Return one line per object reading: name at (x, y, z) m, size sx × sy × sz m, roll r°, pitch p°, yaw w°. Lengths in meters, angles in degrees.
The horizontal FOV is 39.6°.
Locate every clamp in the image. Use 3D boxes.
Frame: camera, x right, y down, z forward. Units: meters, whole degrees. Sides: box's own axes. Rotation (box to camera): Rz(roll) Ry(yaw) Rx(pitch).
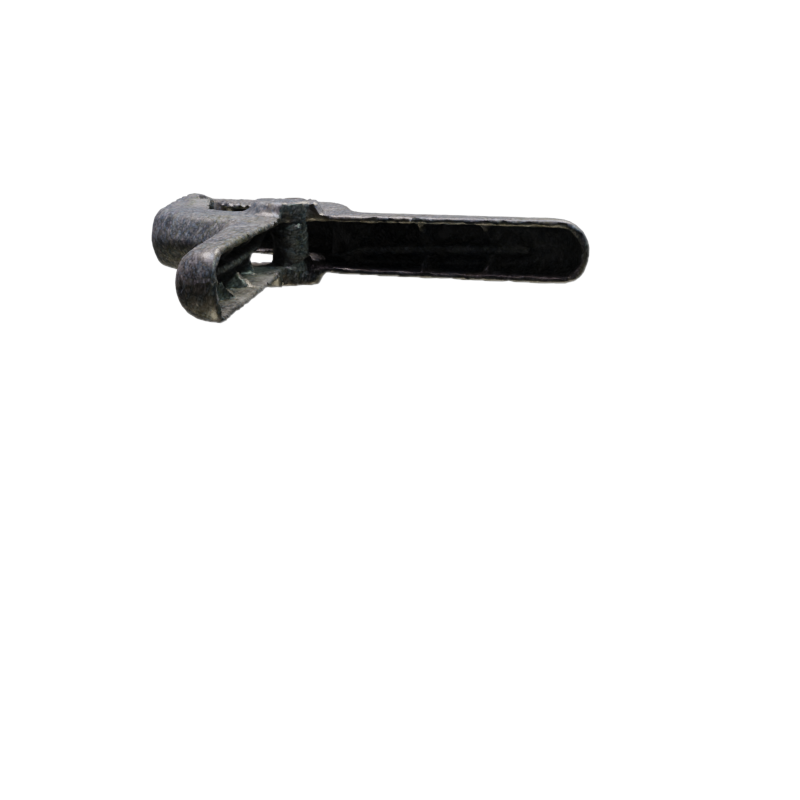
clamp at (-0.037, -0.067, 0.470) m, size 0.161 × 0.035 × 0.220 m, roll -6°, pitch 15°, yaw -23°
